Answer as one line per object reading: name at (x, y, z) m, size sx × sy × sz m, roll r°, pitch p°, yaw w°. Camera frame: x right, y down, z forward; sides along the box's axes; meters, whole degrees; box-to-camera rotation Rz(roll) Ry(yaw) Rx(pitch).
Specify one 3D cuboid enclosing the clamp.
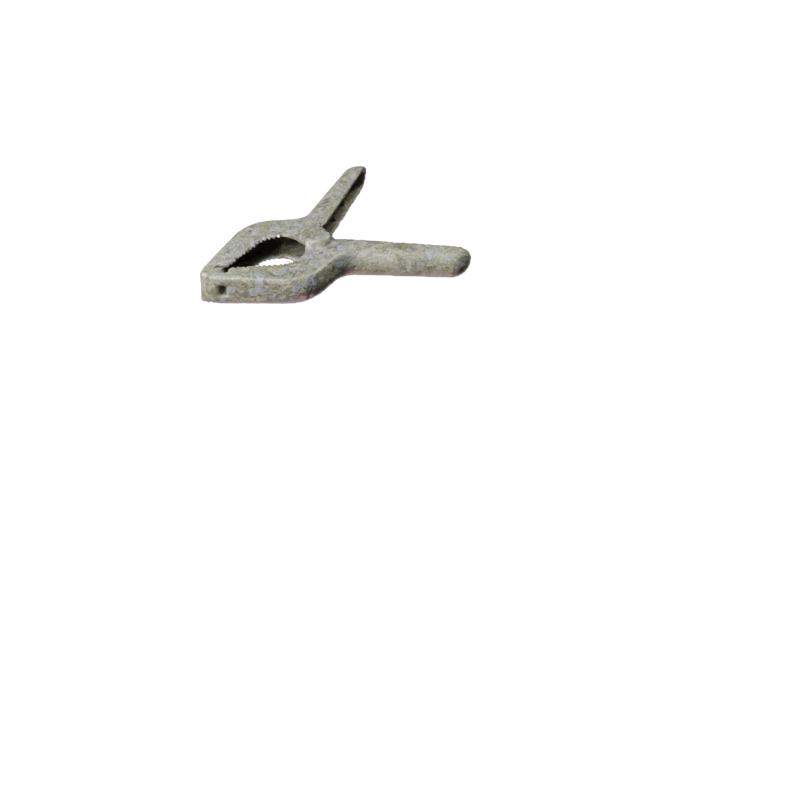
clamp at (-0.071, -0.130, 0.910) m, size 0.207 × 0.034 × 0.178 m, roll -17°, pitch 42°, yaw -20°
